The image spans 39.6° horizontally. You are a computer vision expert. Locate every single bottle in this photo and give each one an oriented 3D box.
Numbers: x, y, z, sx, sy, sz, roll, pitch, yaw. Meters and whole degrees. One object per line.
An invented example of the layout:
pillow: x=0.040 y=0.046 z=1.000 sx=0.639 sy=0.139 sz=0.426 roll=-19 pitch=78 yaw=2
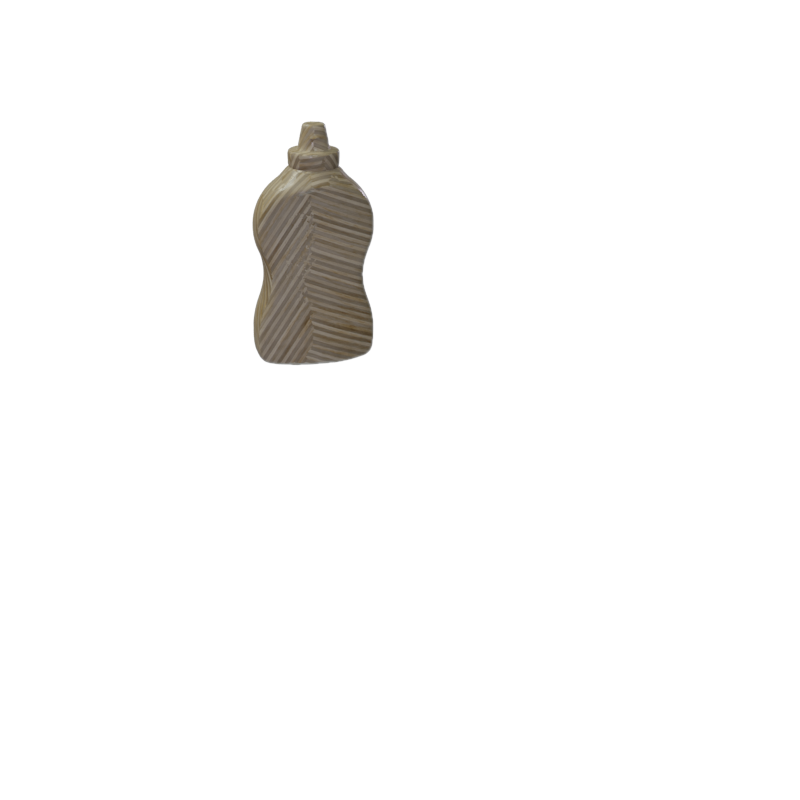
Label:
bottle: x=-0.069 y=-0.126 z=0.885 sx=0.095 sy=0.184 sz=0.061 roll=-3 pitch=18 yaw=-12
